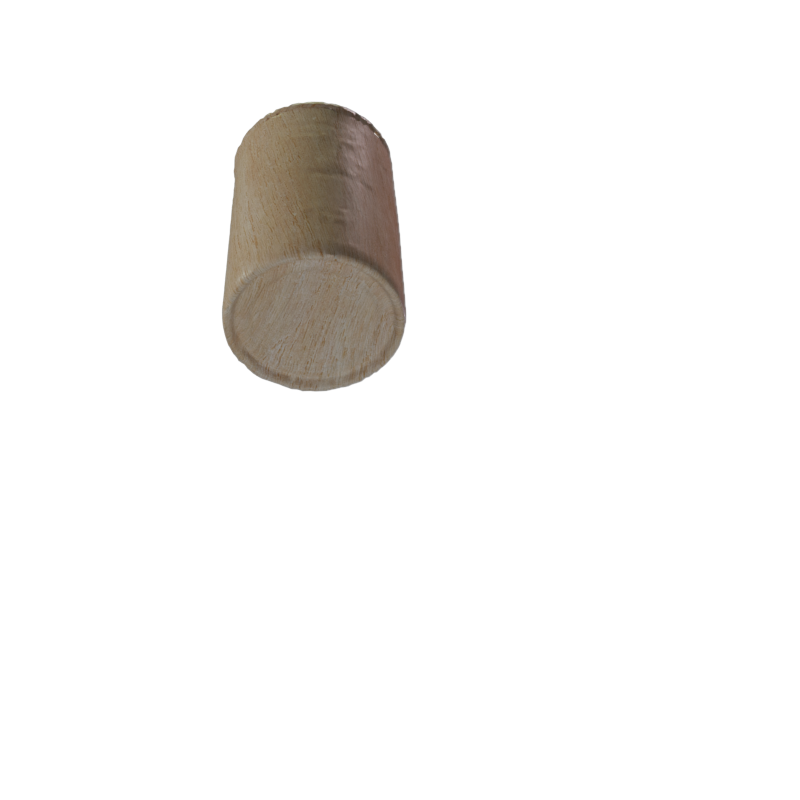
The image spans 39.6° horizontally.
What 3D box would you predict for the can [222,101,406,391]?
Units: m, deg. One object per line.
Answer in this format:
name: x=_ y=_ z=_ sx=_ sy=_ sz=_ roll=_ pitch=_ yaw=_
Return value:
can: x=-0.034 y=-0.062 z=0.434 sx=0.068 sy=0.064 sz=0.110 roll=-1 pitch=41 yaw=-3
